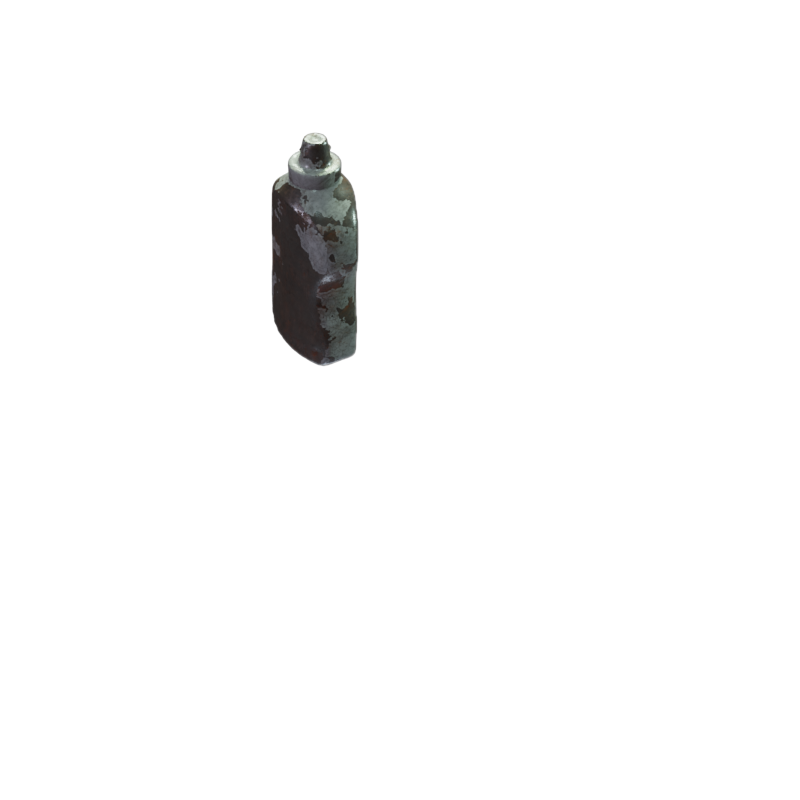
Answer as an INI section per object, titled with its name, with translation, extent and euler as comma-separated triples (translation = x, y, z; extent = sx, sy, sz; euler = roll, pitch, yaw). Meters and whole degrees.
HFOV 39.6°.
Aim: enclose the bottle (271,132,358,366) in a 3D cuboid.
[bottle]
translation = -0.069, -0.126, 0.883
extent = 0.058, 0.179, 0.104
euler = -17, 44, -23
